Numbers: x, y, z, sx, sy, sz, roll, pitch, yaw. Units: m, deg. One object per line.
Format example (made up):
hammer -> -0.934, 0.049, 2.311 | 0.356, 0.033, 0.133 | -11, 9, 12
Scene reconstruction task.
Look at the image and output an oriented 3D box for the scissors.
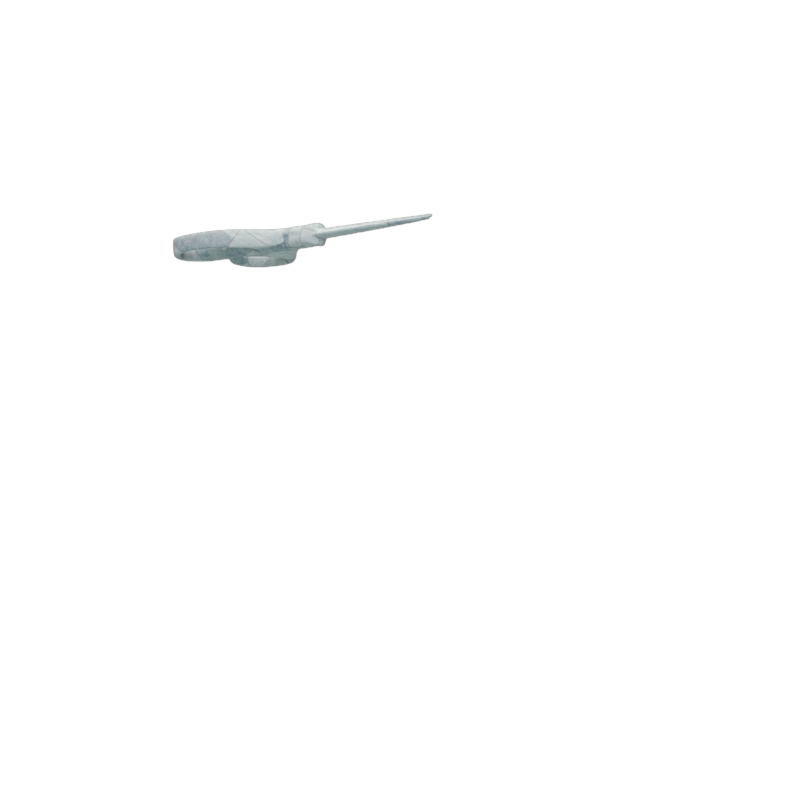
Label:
scissors -> -0.059, -0.108, 0.757 | 0.207, 0.016, 0.092 | -1, -3, 24
